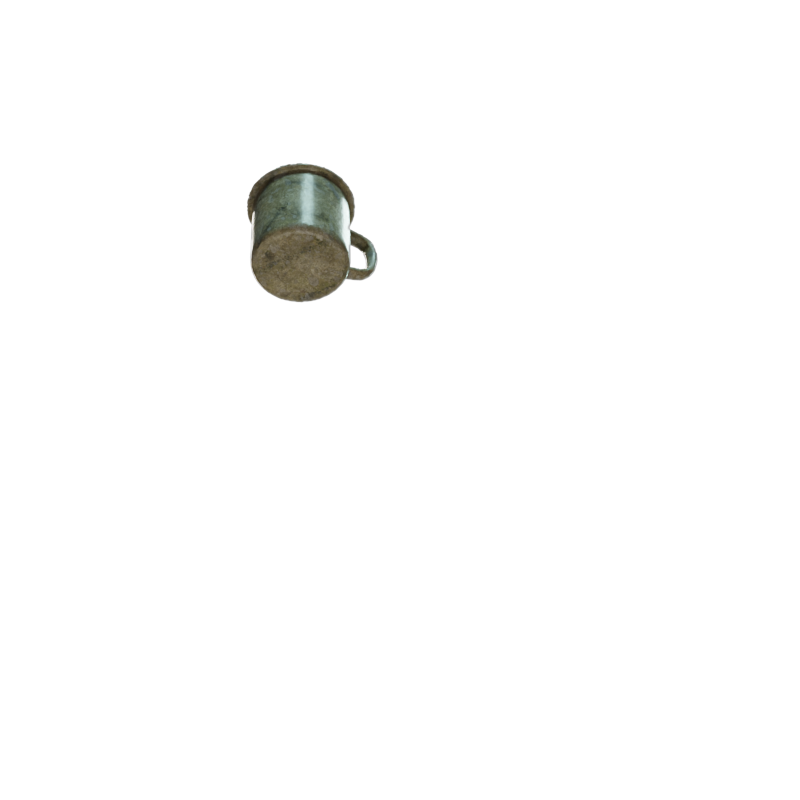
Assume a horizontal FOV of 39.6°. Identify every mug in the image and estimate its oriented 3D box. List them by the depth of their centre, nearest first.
[{"bbox_3d":[-0.072,-0.132,0.925,0.113,0.087,0.090,22,-52,-20],"label":"mug"}]
